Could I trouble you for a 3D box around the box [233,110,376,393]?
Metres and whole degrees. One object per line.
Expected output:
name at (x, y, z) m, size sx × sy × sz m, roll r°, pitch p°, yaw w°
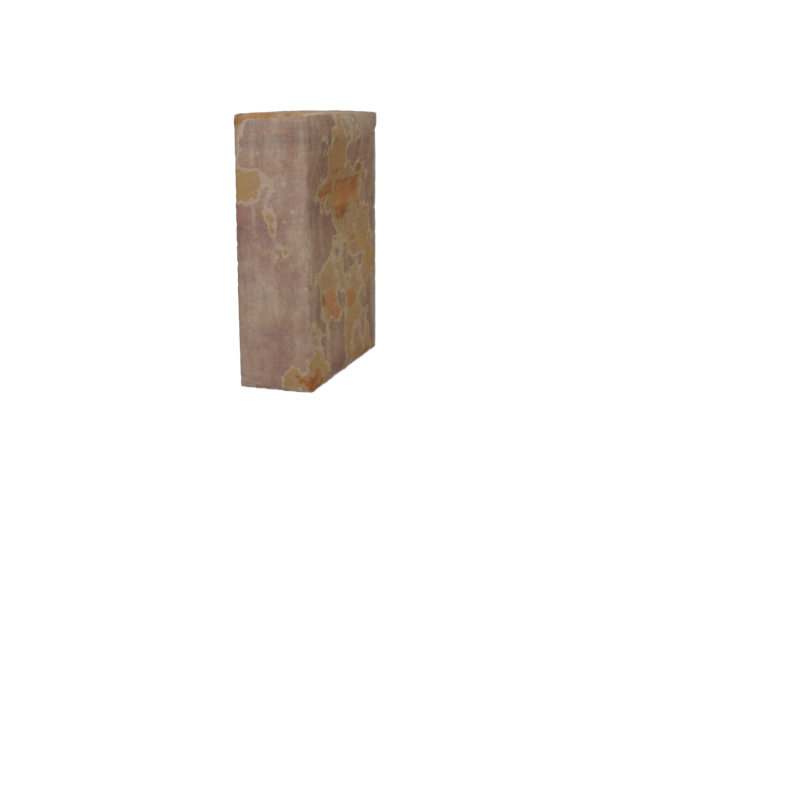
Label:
box at (-0.072, -0.130, 0.914) m, size 0.074 × 0.209 × 0.164 m, roll 3°, pitch 11°, yaw 17°
